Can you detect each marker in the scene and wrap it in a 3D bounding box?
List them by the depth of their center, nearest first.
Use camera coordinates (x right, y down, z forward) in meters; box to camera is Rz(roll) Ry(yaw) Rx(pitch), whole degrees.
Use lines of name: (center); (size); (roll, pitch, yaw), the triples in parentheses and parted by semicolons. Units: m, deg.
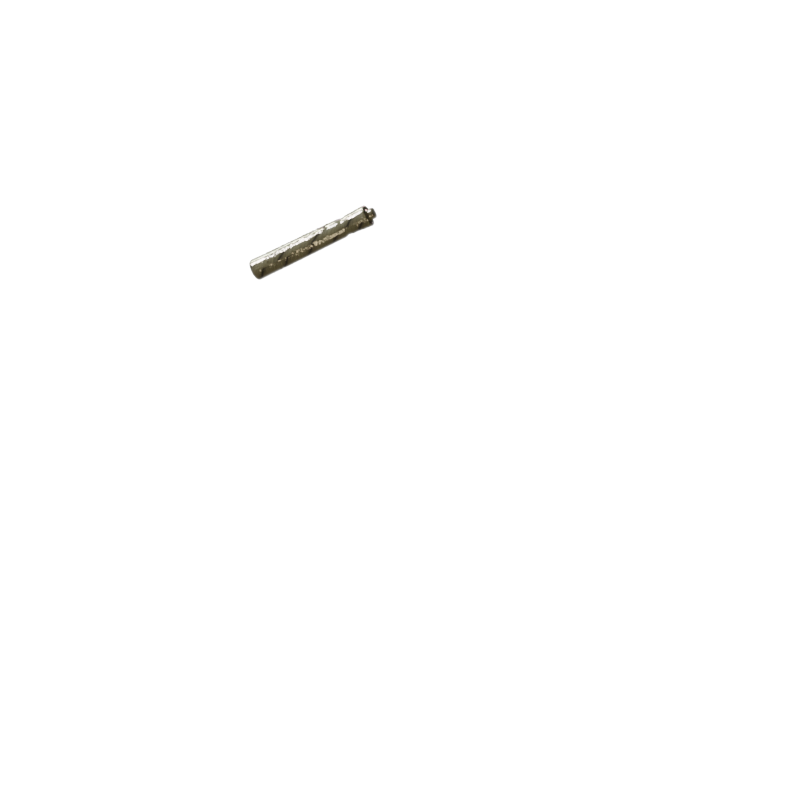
marker: (-0.075, -0.136, 0.955); (0.121, 0.020, 0.019); (-23, -4, 19)
